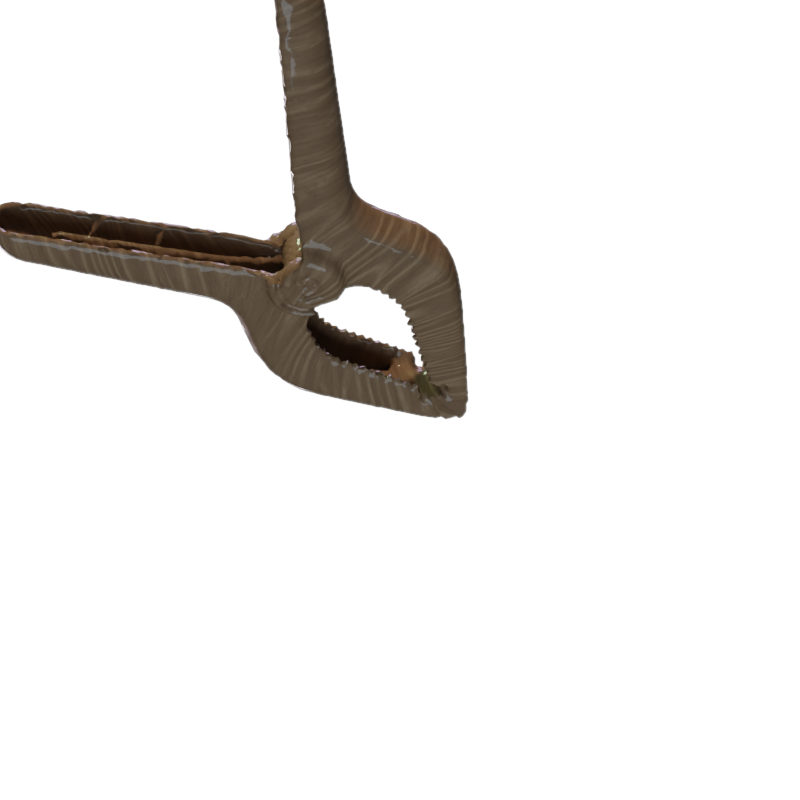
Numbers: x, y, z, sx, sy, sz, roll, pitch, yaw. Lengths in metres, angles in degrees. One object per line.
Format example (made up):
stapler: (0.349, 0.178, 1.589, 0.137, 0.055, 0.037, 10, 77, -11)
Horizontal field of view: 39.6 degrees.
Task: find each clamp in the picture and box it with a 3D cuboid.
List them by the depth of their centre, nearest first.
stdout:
clamp: (-0.035, -0.064, 0.447, 0.199, 0.039, 0.162, 35, -59, -25)
